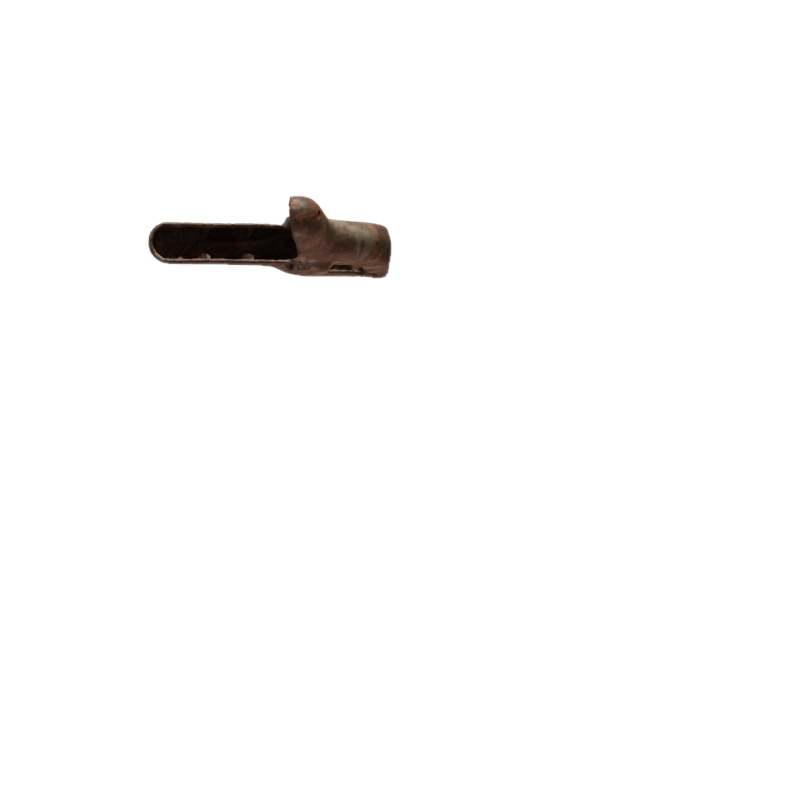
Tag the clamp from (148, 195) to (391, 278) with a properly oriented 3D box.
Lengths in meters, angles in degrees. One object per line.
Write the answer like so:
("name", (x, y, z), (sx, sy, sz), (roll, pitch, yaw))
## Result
("clamp", (-0.053, -0.097, 0.677), (0.125, 0.039, 0.165), (3, 5, 44))
